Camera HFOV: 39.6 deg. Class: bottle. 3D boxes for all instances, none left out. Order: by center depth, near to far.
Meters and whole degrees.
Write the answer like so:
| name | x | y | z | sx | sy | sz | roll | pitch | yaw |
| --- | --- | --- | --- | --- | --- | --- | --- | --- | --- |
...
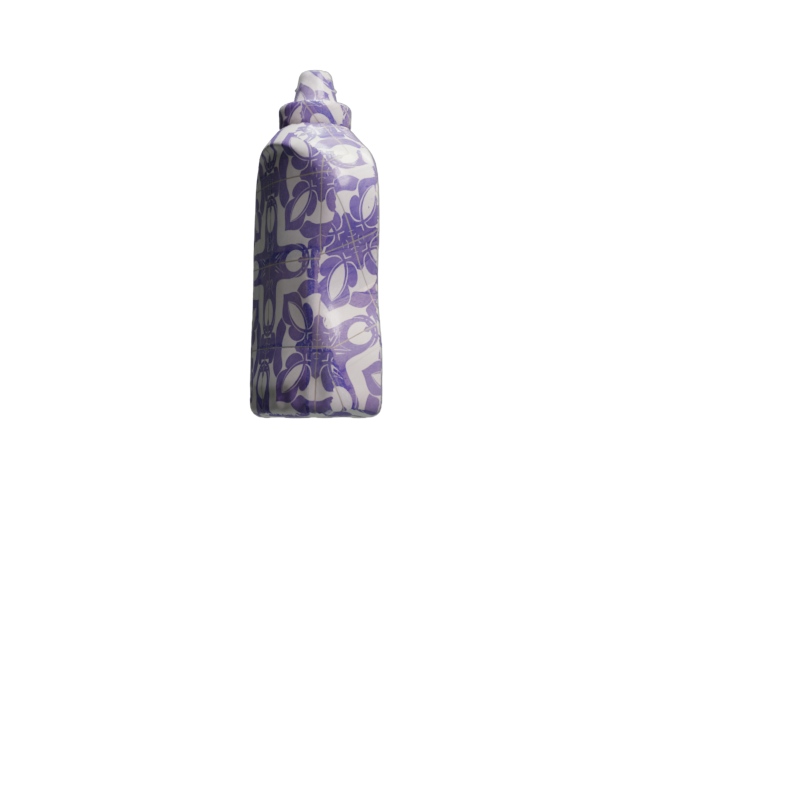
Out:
| name | x | y | z | sx | sy | sz | roll | pitch | yaw |
| --- | --- | --- | --- | --- | --- | --- | --- | --- | --- |
| bottle | -0.047 | -0.087 | 0.610 | 0.056 | 0.196 | 0.098 | 4 | -8 | -29 |
